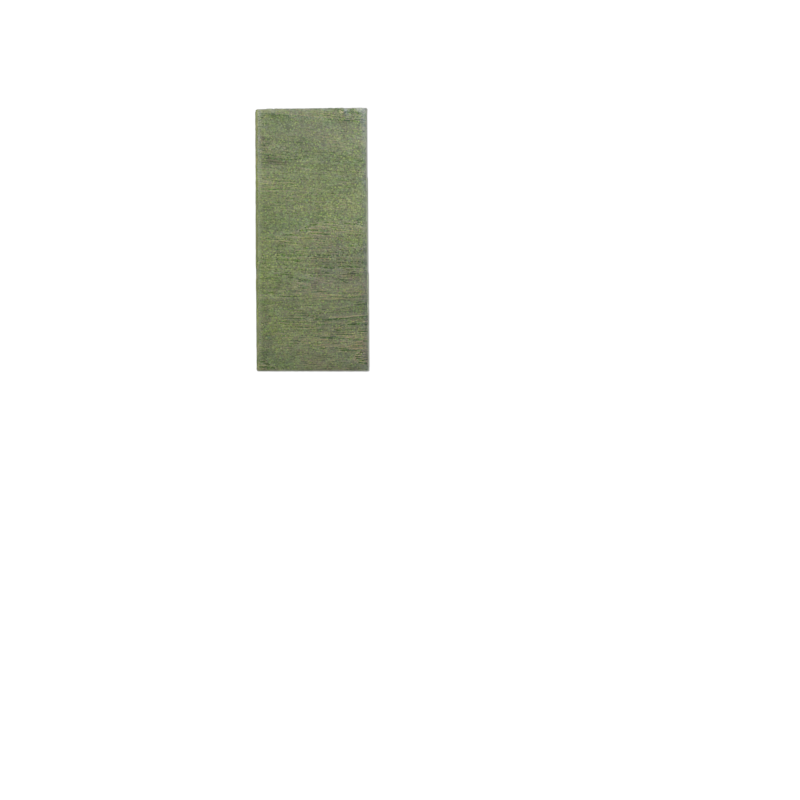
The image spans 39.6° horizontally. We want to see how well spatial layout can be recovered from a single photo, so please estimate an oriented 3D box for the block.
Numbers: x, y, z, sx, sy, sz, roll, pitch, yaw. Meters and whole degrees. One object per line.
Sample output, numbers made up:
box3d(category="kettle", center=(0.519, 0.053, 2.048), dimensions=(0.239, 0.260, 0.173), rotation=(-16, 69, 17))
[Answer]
box3d(category="block", center=(-0.071, -0.129, 0.906), dimensions=(0.091, 0.207, 0.090), rotation=(0, -2, -1))
